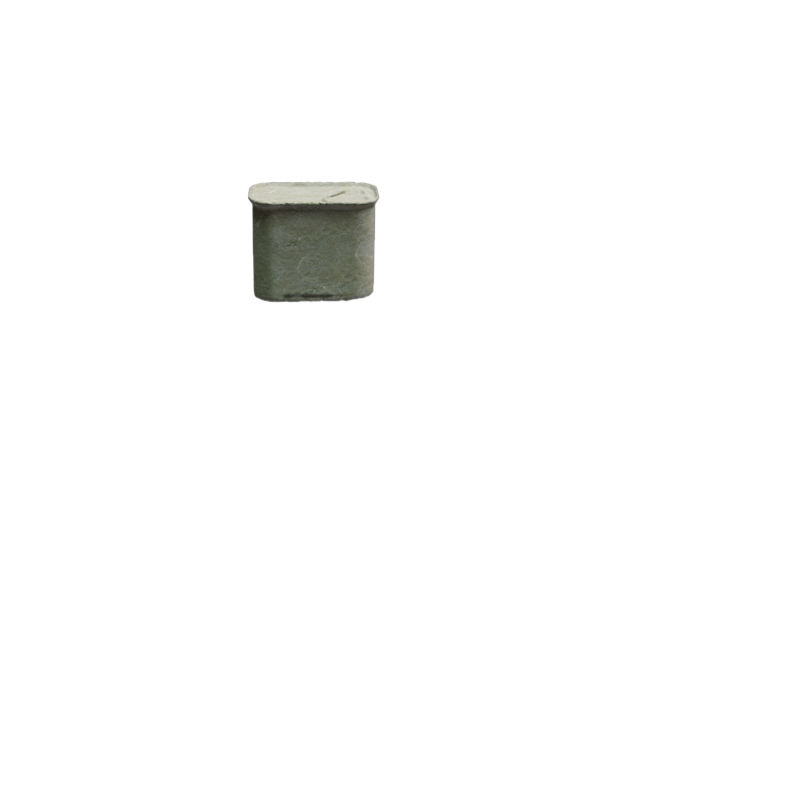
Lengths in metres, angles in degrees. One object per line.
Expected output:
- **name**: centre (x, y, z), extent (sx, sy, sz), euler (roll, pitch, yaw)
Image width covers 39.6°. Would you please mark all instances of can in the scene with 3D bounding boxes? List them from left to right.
- **can**: centre (-0.069, -0.126, 0.879), extent (0.102, 0.080, 0.060), euler (0, 22, -3)
